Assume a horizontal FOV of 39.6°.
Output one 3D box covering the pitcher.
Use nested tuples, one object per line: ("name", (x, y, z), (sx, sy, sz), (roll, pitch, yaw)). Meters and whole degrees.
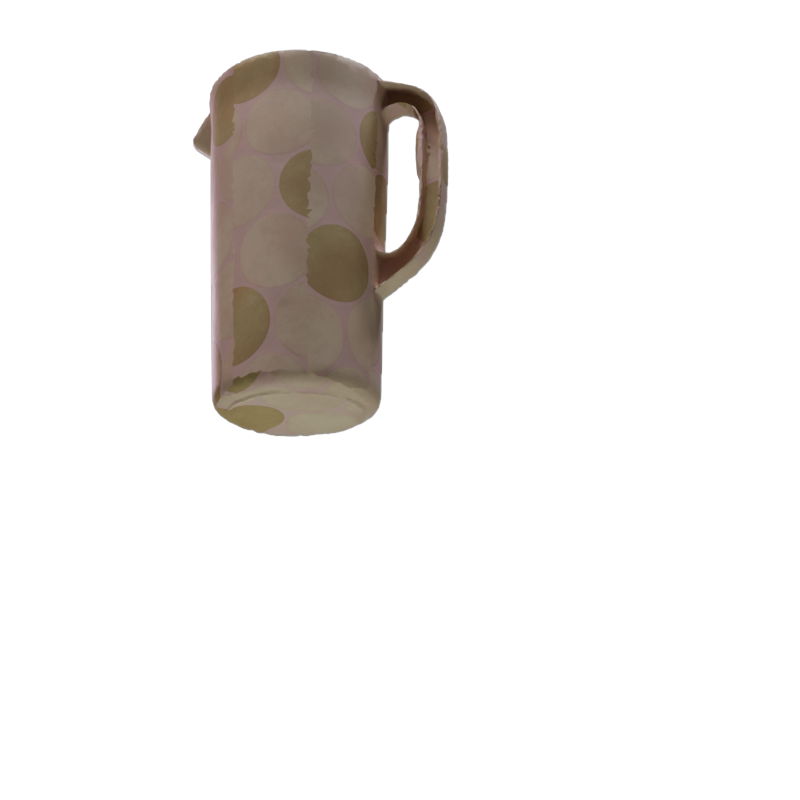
("pitcher", (-0.059, -0.107, 0.750), (0.139, 0.257, 0.147), (11, -27, -26))
